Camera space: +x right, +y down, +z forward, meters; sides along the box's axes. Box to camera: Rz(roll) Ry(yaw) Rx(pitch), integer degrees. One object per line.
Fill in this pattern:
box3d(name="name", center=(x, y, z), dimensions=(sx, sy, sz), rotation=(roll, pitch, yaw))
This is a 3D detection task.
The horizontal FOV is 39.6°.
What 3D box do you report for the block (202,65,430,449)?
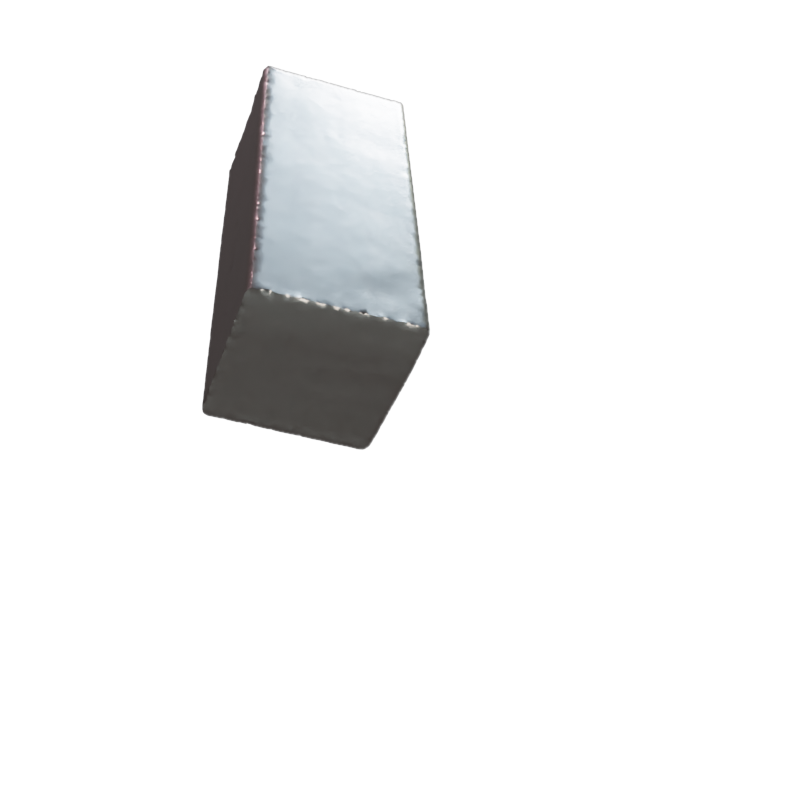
box3d(name="block", center=(-0.048, -0.087, 0.611), dimensions=(0.088, 0.086, 0.221), rotation=(13, 40, -15))
